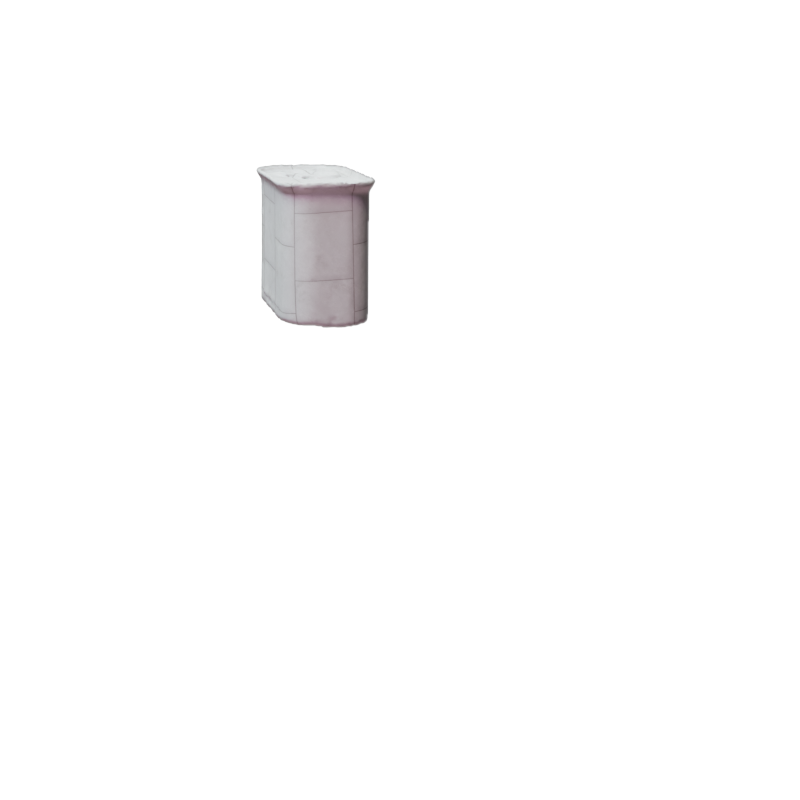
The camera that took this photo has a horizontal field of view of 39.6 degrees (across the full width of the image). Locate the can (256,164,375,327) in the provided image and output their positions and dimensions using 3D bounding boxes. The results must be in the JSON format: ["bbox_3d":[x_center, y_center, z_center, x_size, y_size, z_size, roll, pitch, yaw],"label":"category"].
[{"bbox_3d":[-0.052,-0.095,0.666,0.056,0.081,0.107,-3,15,-15],"label":"can"}]
